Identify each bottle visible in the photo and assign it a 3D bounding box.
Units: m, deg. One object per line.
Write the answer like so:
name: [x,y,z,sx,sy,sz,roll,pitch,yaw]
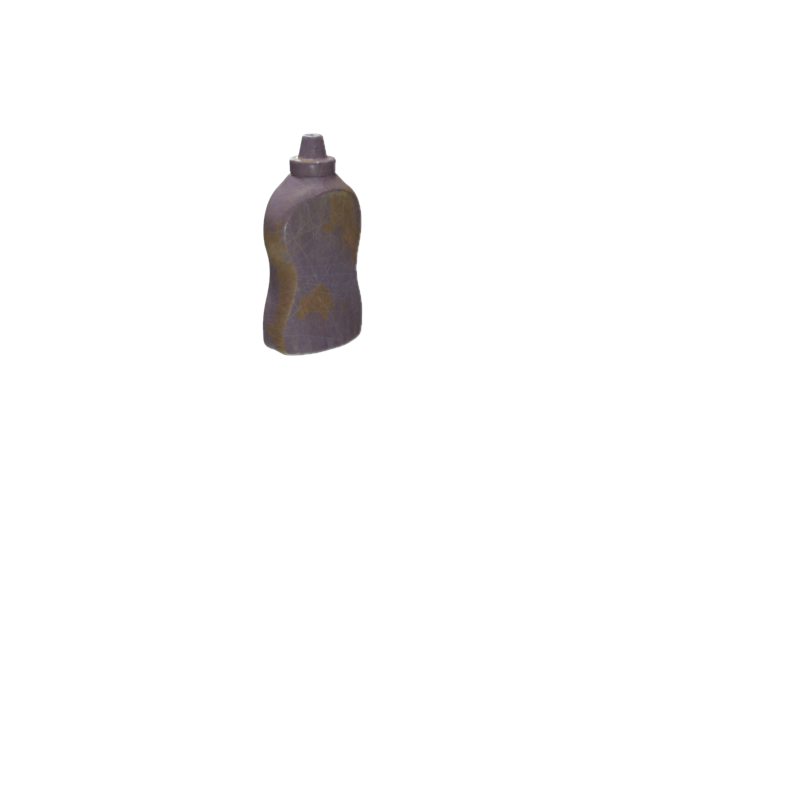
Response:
bottle: [-0.078,-0.141,0.989,0.094,0.185,0.062,-12,20,-38]
